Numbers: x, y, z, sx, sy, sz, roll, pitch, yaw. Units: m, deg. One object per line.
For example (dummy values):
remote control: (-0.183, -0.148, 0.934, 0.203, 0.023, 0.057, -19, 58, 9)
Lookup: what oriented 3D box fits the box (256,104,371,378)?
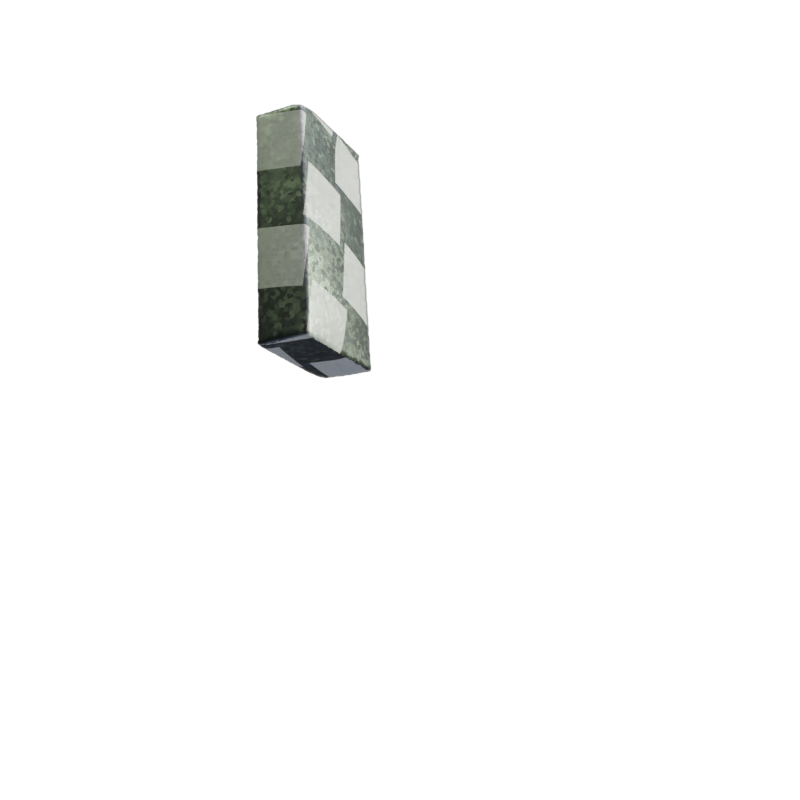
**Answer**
box: (-0.061, -0.112, 0.783, 0.049, 0.186, 0.087, -12, -24, 24)
